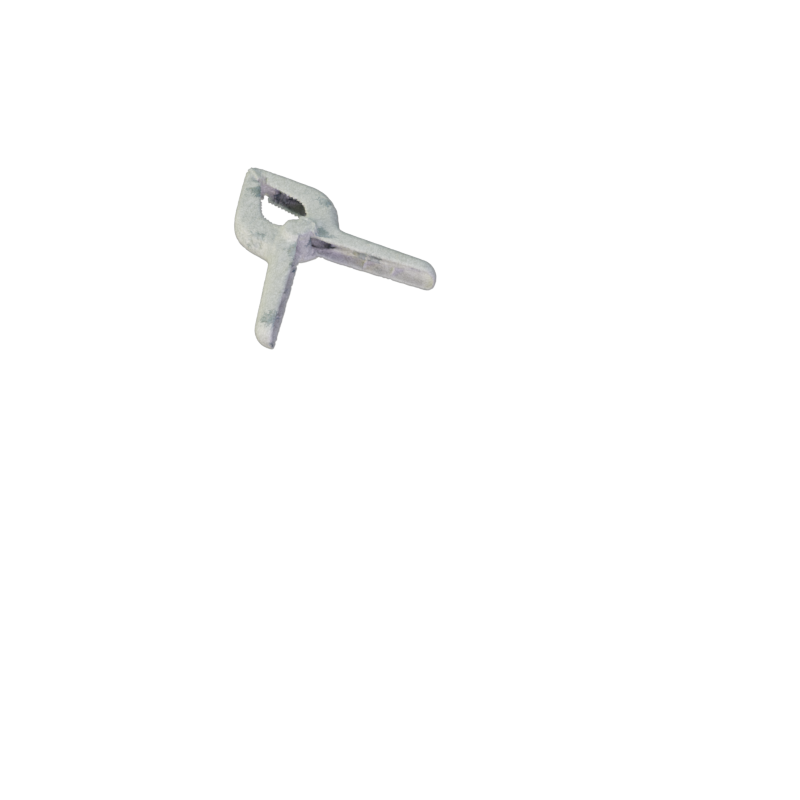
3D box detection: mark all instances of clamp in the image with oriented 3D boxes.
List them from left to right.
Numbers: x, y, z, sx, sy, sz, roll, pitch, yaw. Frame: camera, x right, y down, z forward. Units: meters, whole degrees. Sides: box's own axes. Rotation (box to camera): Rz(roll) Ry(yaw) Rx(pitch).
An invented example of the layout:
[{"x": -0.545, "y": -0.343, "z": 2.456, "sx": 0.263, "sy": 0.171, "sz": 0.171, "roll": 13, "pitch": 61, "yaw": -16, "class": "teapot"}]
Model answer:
[{"x": -0.076, "y": -0.139, "z": 0.976, "sx": 0.163, "sy": 0.034, "sz": 0.228, "roll": -16, "pitch": 47, "yaw": -15, "class": "clamp"}]
